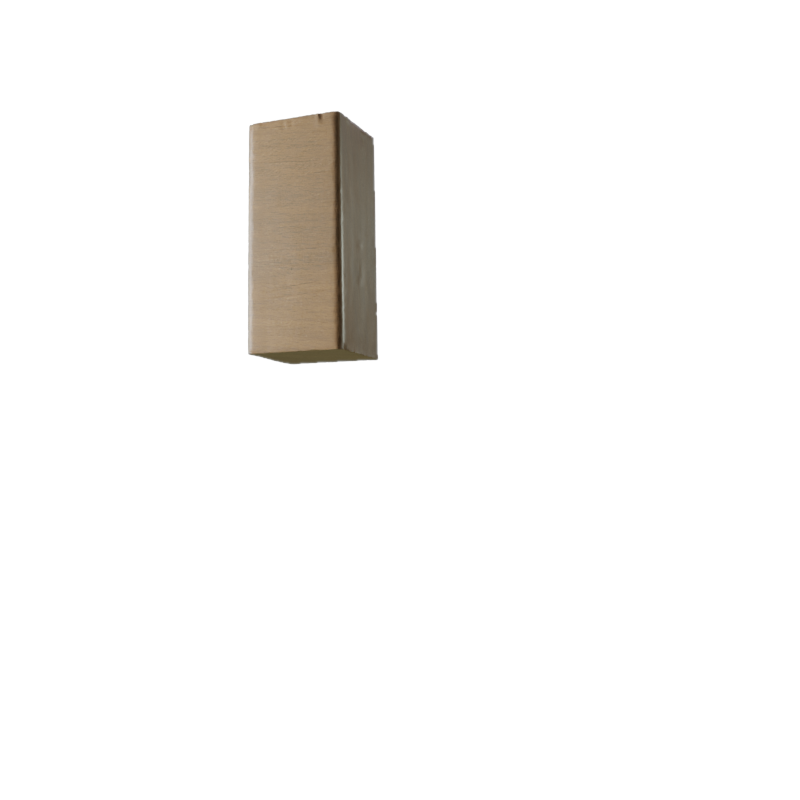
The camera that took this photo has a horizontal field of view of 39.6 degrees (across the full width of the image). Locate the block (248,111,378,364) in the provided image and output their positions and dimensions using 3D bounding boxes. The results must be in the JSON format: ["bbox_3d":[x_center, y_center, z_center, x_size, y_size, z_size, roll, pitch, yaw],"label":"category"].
[{"bbox_3d":[-0.078,-0.141,0.988,0.093,0.212,0.086,-5,-12,22],"label":"block"}]
